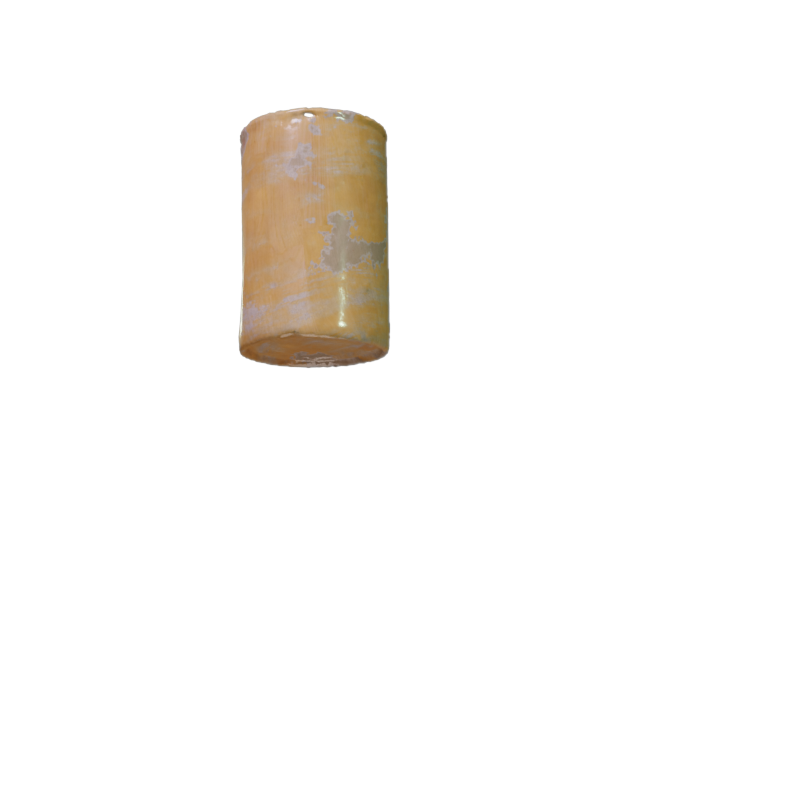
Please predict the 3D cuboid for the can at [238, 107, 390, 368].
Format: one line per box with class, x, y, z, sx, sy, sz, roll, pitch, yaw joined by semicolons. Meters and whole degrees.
can;-0.039;-0.071;0.496;0.068;0.106;0.066;0;-15;-2
